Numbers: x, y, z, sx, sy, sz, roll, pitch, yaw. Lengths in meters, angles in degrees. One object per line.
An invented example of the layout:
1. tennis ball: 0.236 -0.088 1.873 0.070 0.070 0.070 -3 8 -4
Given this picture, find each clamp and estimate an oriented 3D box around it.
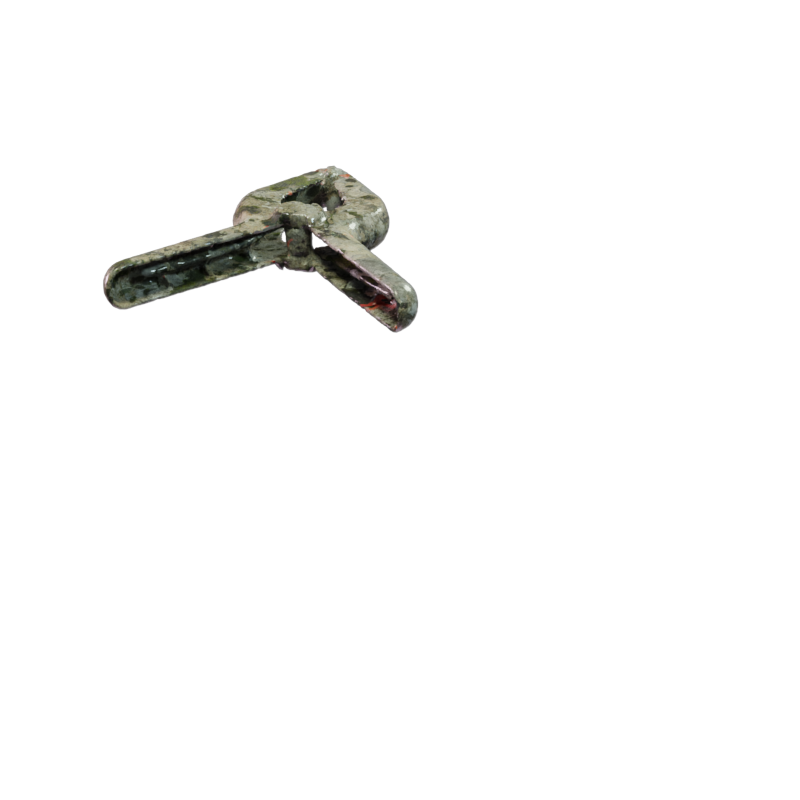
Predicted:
1. clamp: -0.050 -0.091 0.638 0.169 0.034 0.215 8 28 16
